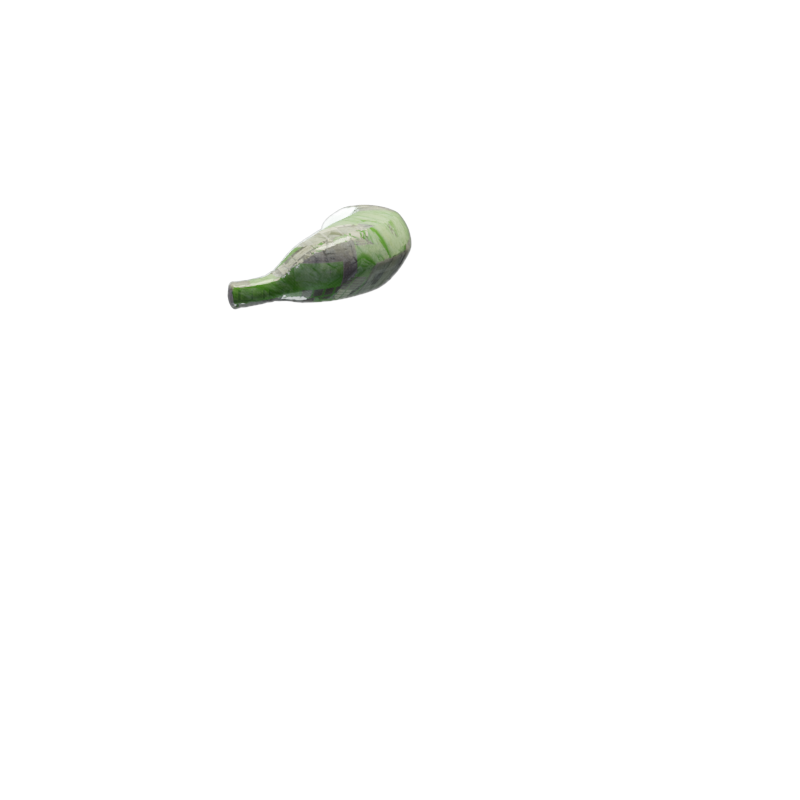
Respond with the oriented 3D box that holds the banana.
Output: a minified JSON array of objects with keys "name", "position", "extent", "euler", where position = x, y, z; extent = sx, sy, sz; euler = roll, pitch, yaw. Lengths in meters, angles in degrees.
[{"name":"banana","position":[-0.028,-0.081,0.572],"extent":[0.071,0.036,0.200],"euler":[3,15,10]}]
